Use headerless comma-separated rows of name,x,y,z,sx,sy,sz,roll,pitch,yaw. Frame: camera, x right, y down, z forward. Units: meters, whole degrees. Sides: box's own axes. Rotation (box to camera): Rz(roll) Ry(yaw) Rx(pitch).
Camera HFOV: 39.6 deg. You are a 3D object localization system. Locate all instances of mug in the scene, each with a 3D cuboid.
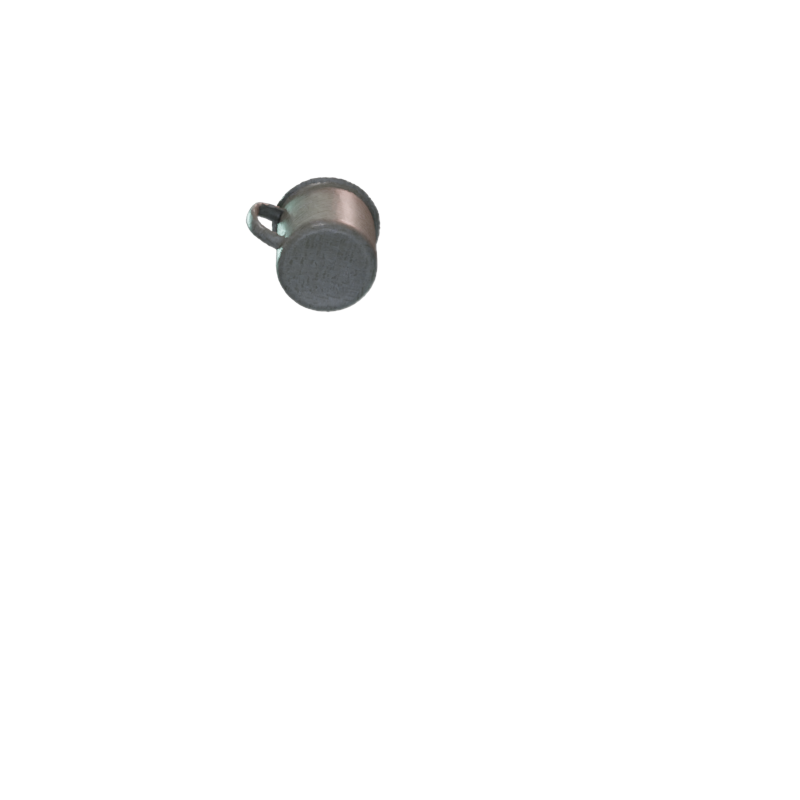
mug,-0.071,-0.130,0.909,0.114,0.090,0.086,24,26,-14
